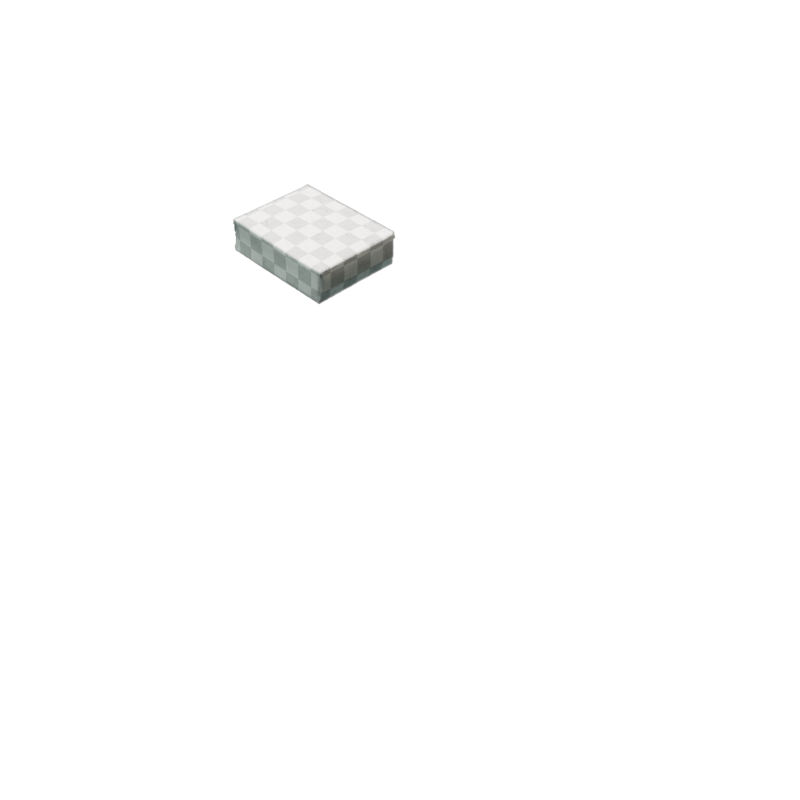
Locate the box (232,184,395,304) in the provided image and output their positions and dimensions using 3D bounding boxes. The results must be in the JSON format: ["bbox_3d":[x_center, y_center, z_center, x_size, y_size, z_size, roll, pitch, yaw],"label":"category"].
[{"bbox_3d":[-0.075,-0.137,0.958,0.090,0.036,0.121,-30,46,-35],"label":"box"}]
